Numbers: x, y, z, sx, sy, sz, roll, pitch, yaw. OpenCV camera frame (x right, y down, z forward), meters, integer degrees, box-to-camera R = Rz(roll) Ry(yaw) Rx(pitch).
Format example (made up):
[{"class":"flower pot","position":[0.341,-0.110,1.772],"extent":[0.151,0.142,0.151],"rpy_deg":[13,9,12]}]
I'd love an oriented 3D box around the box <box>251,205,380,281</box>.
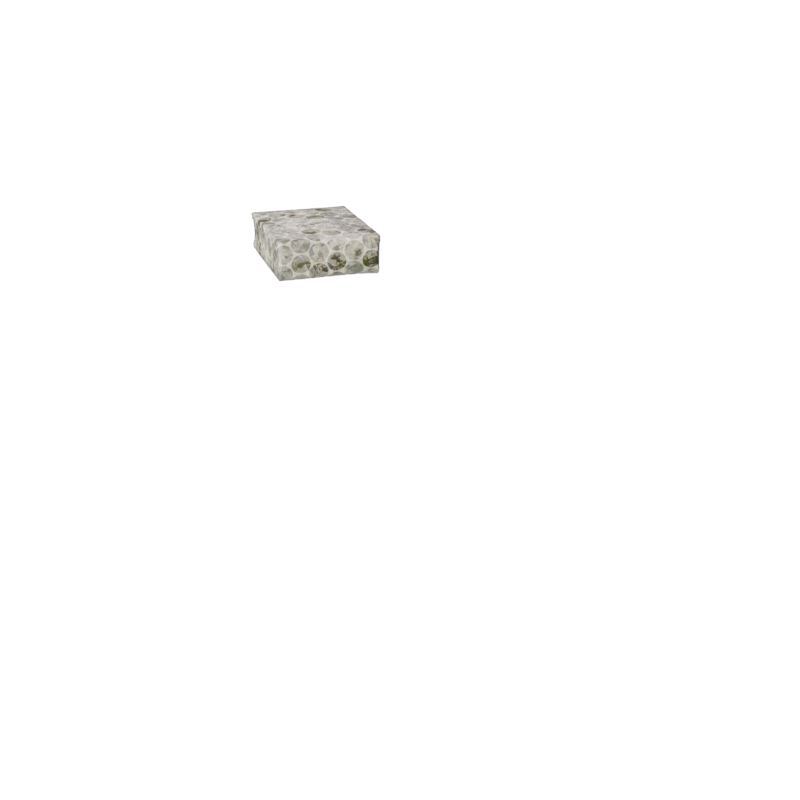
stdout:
[{"class":"box","position":[-0.076,-0.140,0.978],"extent":[0.088,0.037,0.120],"rpy_deg":[-6,21,-16]}]
